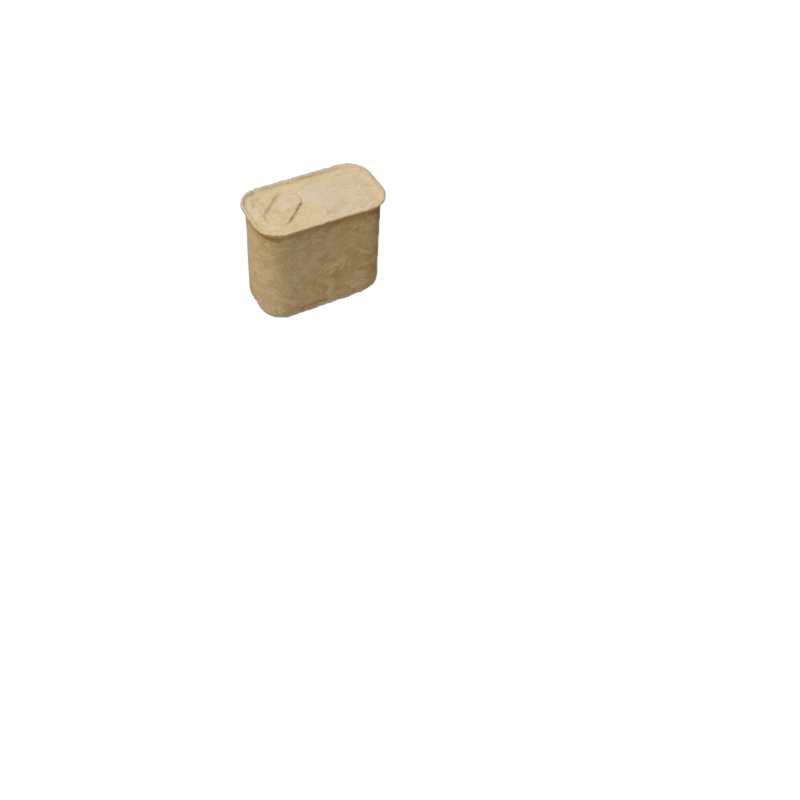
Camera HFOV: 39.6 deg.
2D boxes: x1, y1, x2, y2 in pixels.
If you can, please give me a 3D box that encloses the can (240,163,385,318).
[{"bbox_3d":[-0.064,-0.117,0.817,0.101,0.078,0.062,-20,48,-20],"label":"can"}]
